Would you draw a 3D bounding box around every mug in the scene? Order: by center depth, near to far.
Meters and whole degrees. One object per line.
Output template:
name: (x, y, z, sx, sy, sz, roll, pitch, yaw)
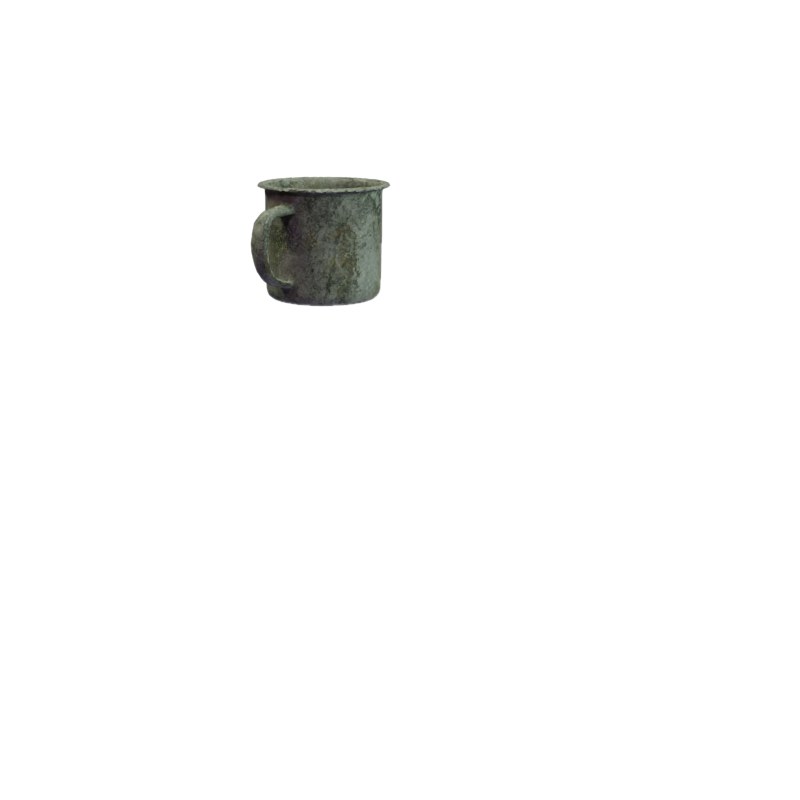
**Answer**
mug: (-0.061, -0.110, 0.773, 0.097, 0.079, 0.115, 9, 17, 33)
